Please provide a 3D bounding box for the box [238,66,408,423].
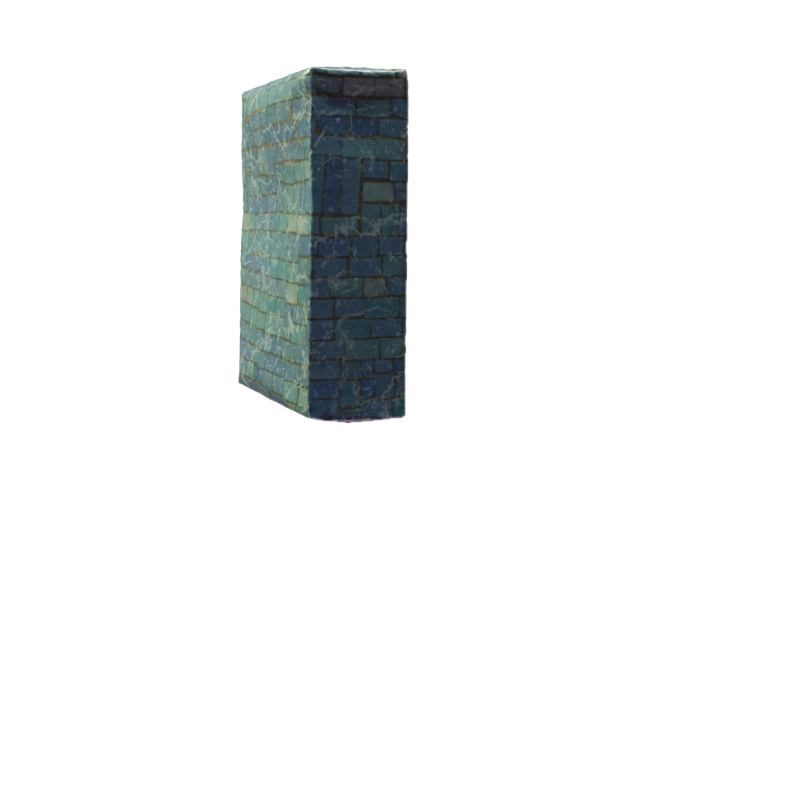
[{"bbox_3d":[-0.057,-0.105,0.733,0.070,0.212,0.170,-1,5,-22],"label":"box"}]
